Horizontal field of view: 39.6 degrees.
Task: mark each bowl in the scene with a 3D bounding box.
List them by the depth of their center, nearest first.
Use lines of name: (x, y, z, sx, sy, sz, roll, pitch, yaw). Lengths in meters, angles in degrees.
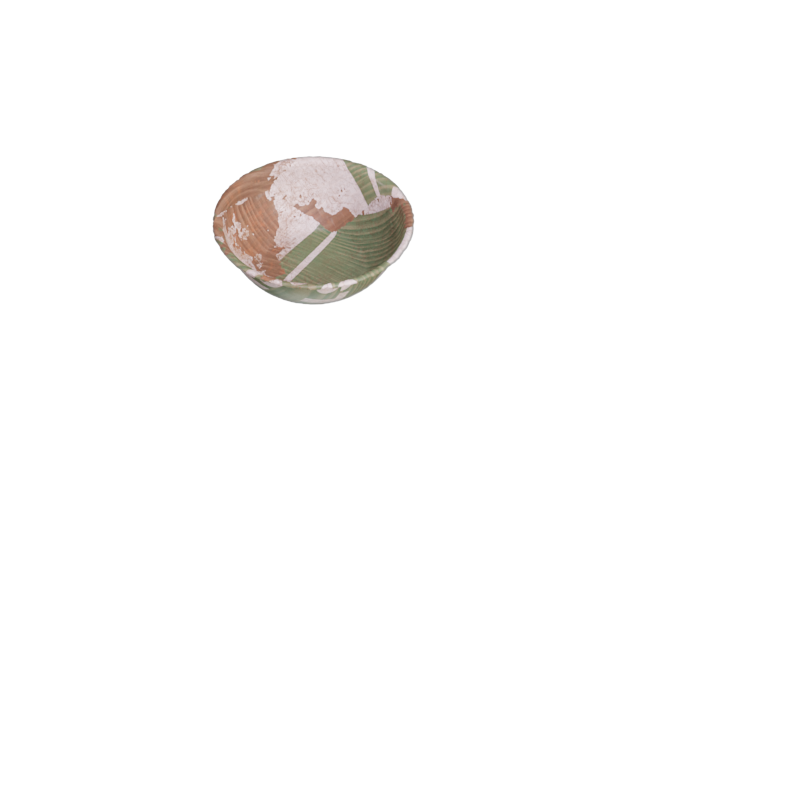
bowl: (-0.071, -0.129, 0.906, 0.162, 0.174, 0.051, -1, -44, -1)
